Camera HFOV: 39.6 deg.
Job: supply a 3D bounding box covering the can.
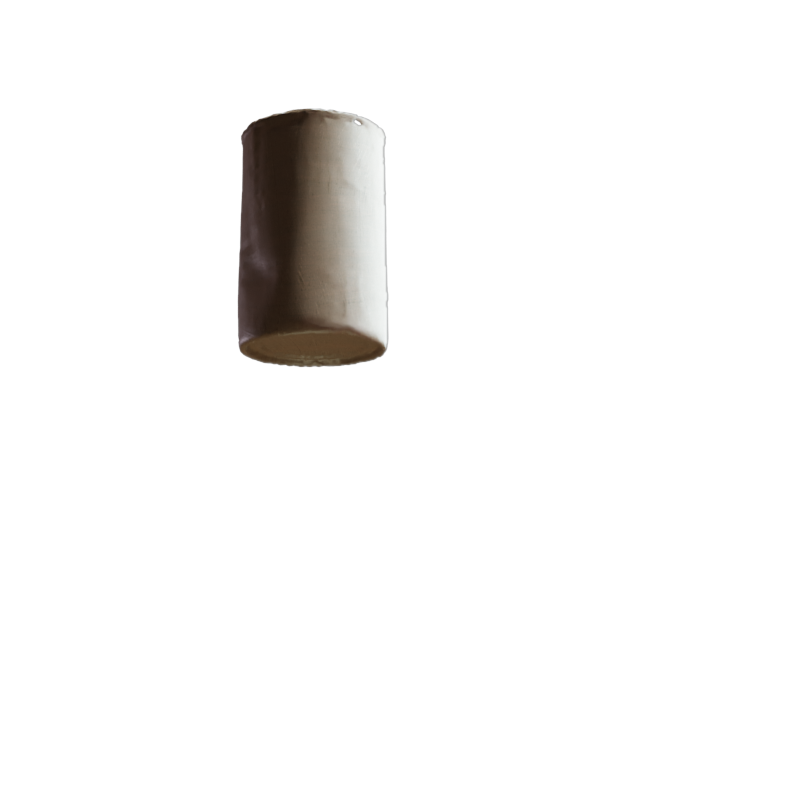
[{"bbox_3d":[-0.039,-0.072,0.503,0.068,0.107,0.066,0,-16,-2],"label":"can"}]
